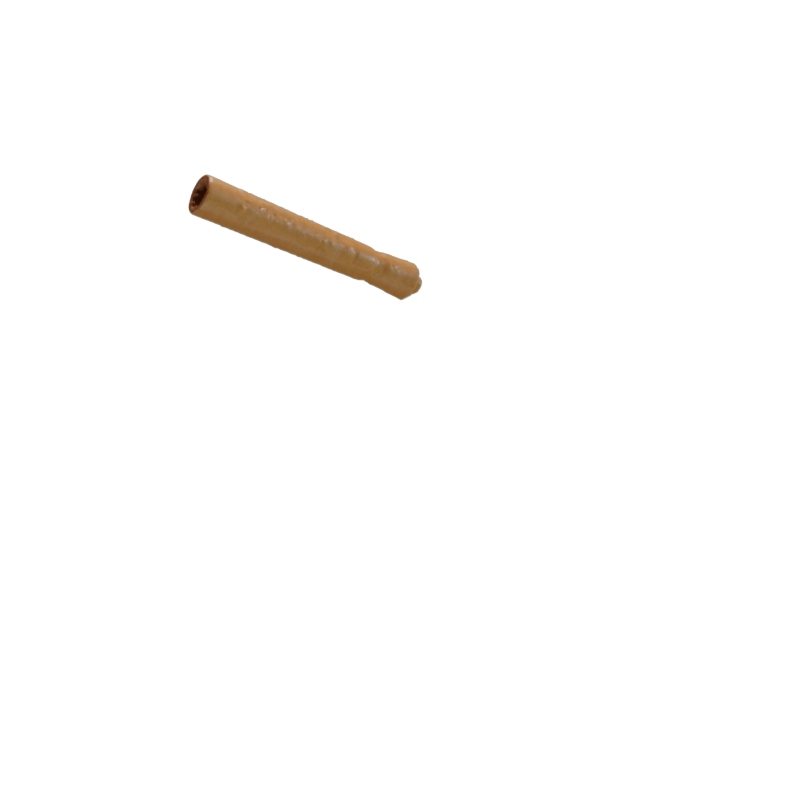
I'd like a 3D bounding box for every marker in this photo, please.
[{"bbox_3d":[-0.040,-0.072,0.507,0.115,0.020,0.020,20,-6,-28],"label":"marker"}]
